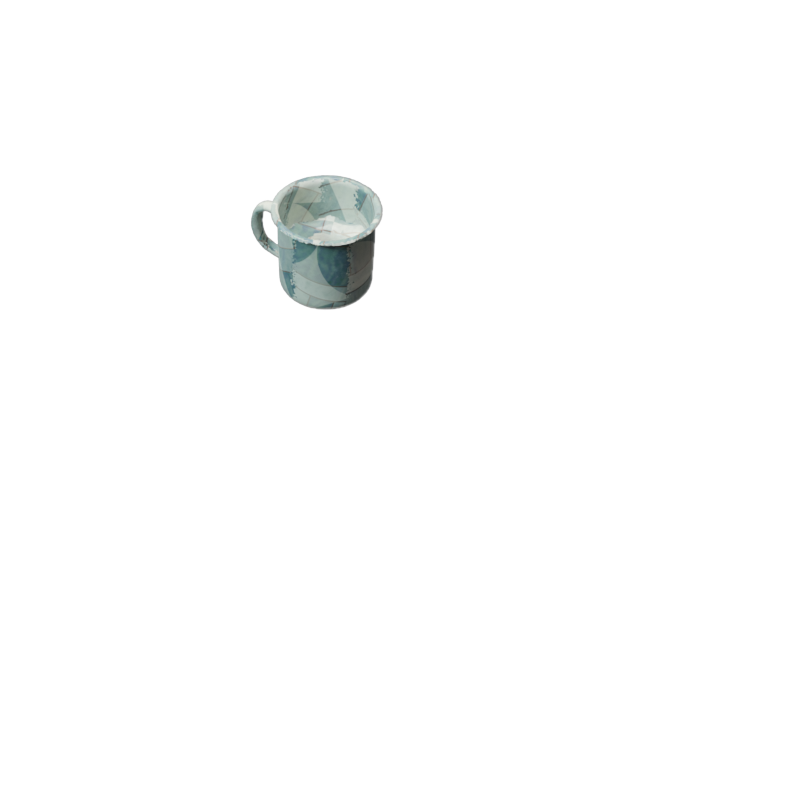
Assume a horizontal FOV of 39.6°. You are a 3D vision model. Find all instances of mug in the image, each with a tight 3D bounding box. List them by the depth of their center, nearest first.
[{"bbox_3d":[-0.074,-0.135,0.945,0.121,0.076,0.097,16,46,15],"label":"mug"}]
